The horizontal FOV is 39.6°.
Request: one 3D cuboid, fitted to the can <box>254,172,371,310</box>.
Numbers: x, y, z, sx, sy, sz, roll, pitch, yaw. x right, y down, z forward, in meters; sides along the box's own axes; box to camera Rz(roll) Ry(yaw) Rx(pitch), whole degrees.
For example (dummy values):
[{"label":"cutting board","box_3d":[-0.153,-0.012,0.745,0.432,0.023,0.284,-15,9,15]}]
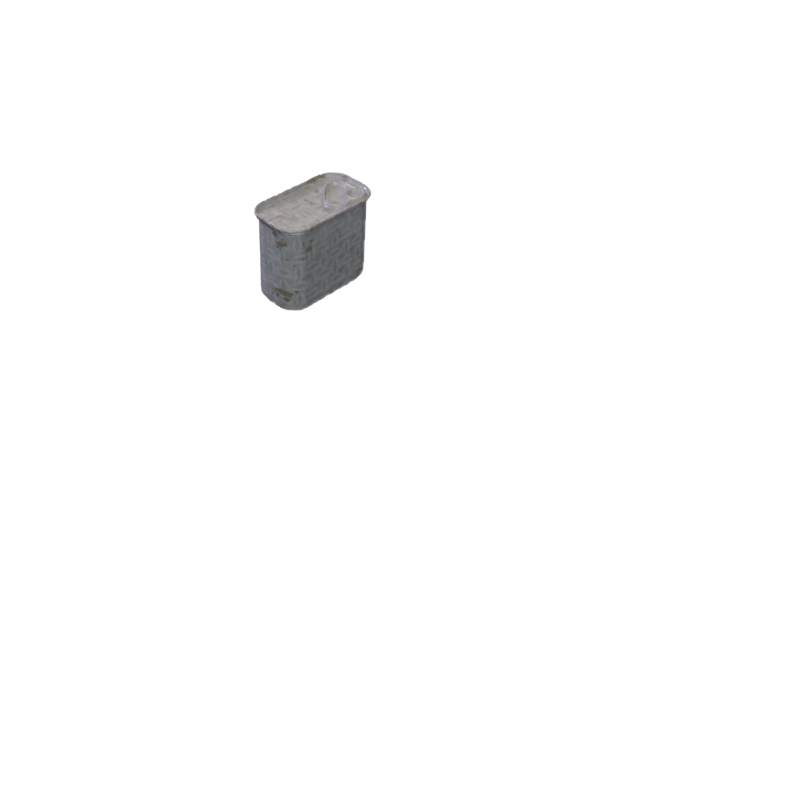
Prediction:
[{"label":"can","box_3d":[-0.074,-0.136,0.950,0.061,0.078,0.102,31,47,32]}]
